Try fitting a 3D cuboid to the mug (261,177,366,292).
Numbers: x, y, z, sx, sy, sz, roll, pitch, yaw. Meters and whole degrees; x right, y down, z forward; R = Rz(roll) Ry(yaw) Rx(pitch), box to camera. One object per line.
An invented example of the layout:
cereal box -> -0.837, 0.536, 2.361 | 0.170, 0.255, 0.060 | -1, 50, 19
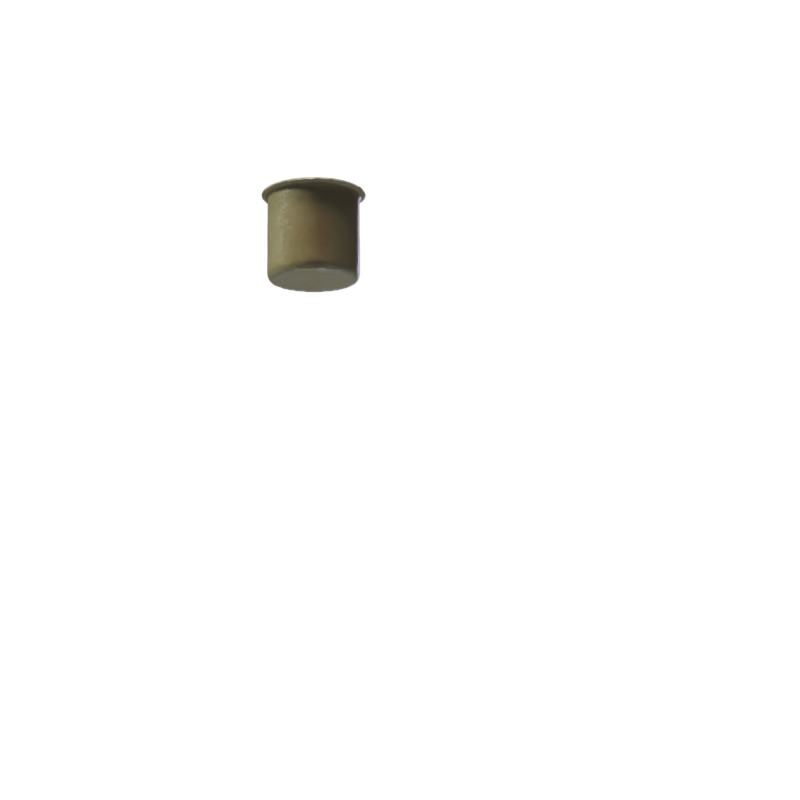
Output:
mug -> -0.078, -0.142, 0.992 | 0.093, 0.084, 0.114 | 0, -12, -4
